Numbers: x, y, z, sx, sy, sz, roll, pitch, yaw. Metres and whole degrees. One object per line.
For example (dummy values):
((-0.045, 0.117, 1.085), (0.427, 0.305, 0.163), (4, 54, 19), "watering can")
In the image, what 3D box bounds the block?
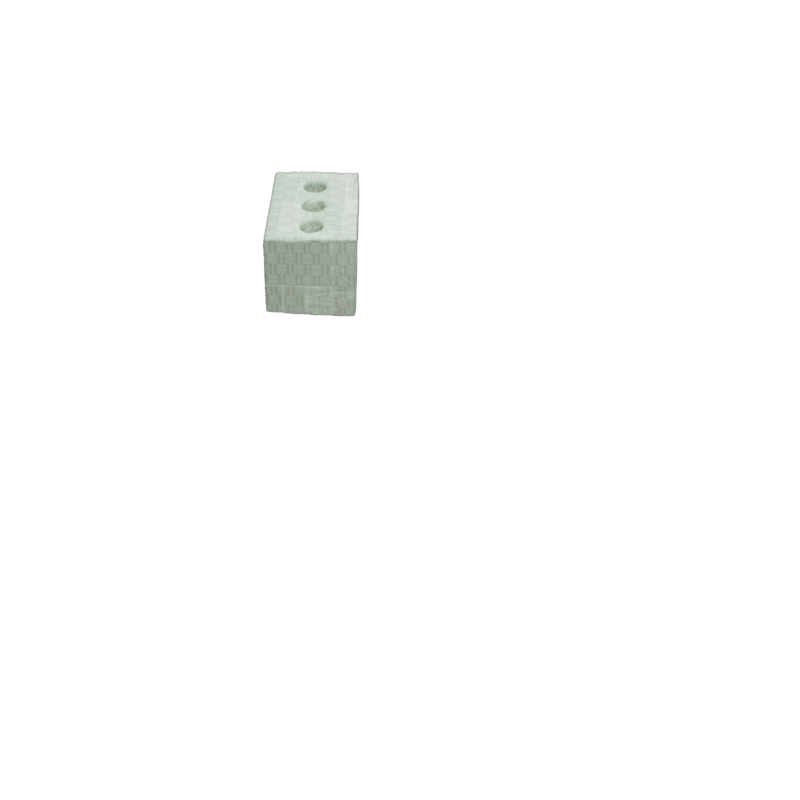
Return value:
((-0.051, -0.092, 0.648), (0.053, 0.048, 0.083), (1, 38, -1), "block")
